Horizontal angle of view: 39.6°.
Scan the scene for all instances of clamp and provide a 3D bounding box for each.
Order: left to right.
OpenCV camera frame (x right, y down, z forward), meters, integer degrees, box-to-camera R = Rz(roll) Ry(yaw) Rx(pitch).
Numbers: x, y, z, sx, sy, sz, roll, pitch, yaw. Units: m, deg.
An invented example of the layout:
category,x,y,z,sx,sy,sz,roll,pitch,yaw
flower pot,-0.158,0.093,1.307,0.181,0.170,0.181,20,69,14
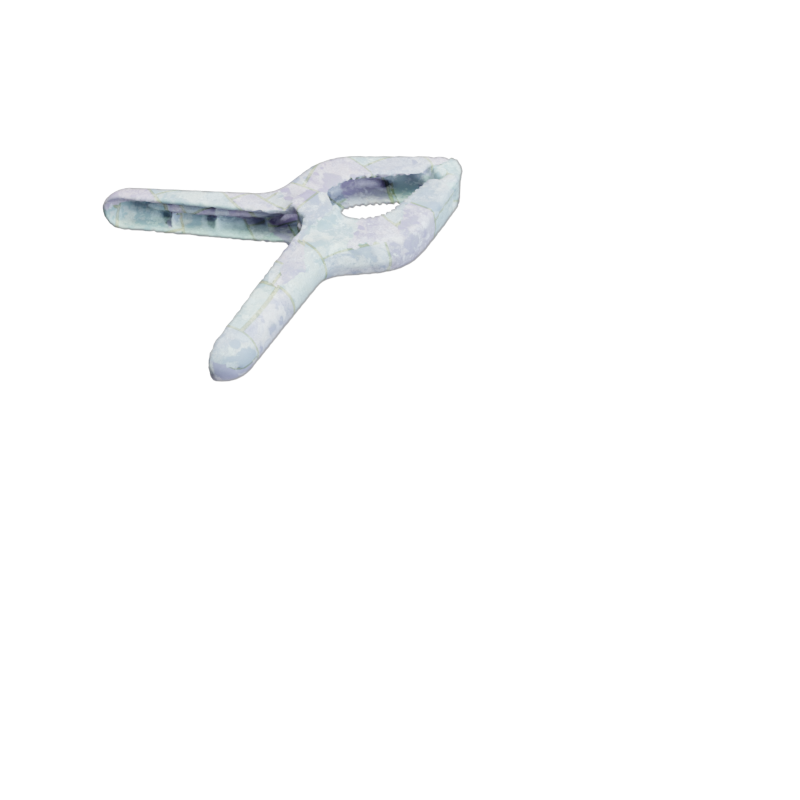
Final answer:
category,x,y,z,sx,sy,sz,roll,pitch,yaw
clamp,-0.050,-0.091,0.636,0.208,0.034,0.178,-17,46,-17
